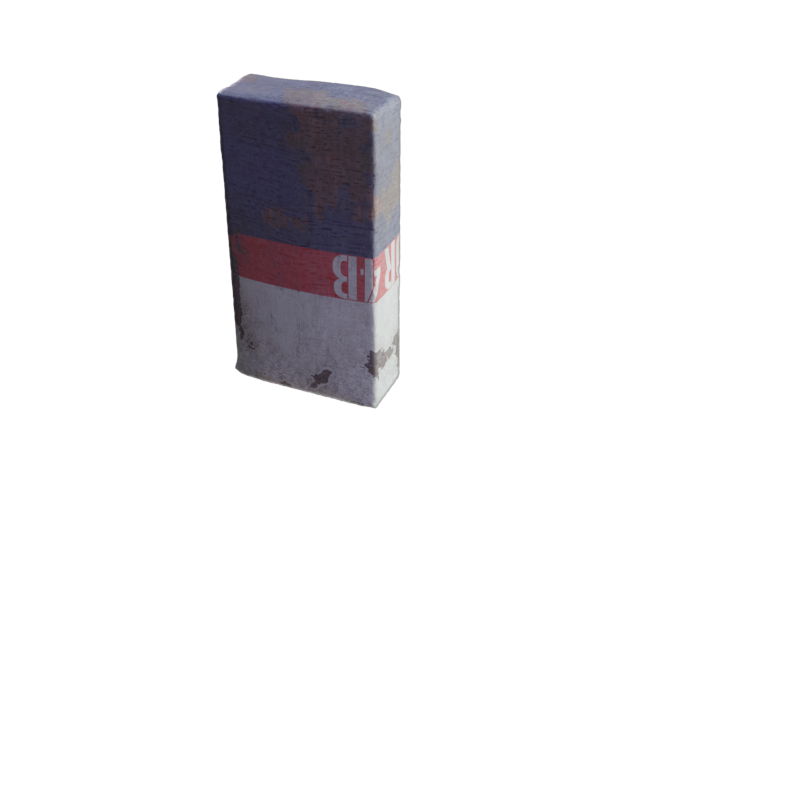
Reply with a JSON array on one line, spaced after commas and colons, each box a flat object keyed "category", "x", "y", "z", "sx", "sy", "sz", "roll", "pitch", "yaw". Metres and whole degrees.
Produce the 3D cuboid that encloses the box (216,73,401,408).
[{"category": "box", "x": -0.048, "y": -0.088, "z": 0.615, "sx": 0.097, "sy": 0.167, "sz": 0.049, "roll": 13, "pitch": 28, "yaw": 21}]
